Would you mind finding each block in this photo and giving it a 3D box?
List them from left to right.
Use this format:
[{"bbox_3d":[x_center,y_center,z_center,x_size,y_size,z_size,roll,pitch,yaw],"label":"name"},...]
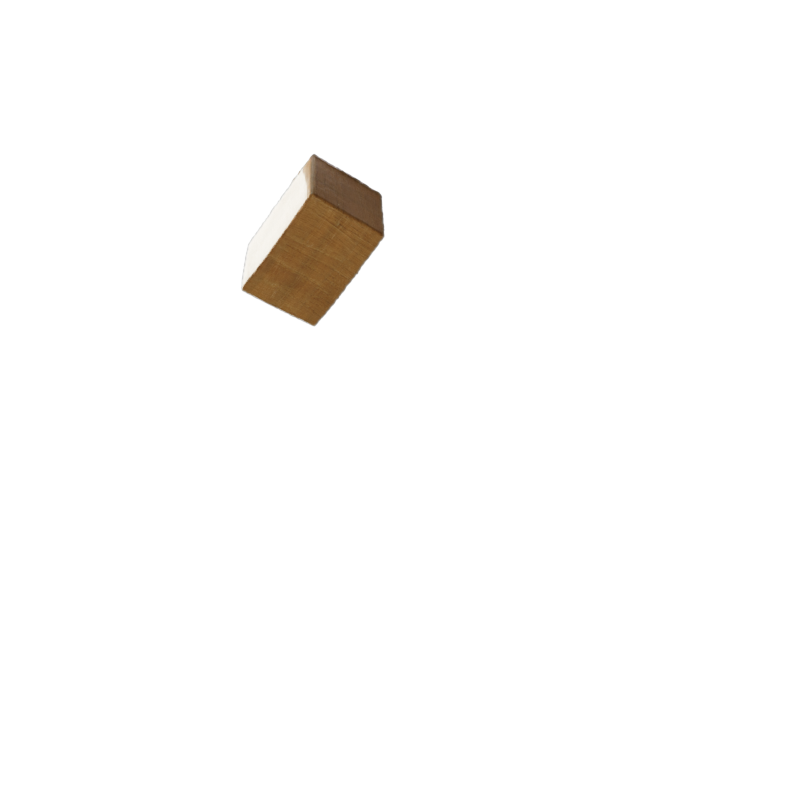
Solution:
[{"bbox_3d":[-0.052,-0.094,0.660,0.051,0.076,0.055,30,28,-20],"label":"block"}]
